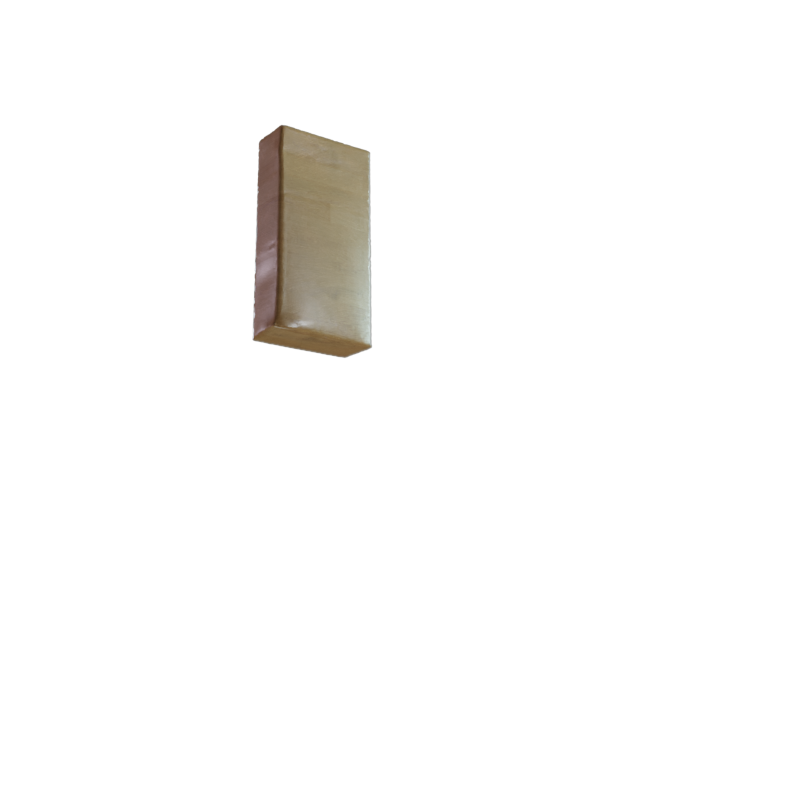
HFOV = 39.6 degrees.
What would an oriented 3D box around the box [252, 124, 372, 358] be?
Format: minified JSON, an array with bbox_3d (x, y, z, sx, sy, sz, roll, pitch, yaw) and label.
[{"bbox_3d":[-0.071,-0.130,0.912,0.089,0.185,0.048,13,-26,-32],"label":"box"}]
